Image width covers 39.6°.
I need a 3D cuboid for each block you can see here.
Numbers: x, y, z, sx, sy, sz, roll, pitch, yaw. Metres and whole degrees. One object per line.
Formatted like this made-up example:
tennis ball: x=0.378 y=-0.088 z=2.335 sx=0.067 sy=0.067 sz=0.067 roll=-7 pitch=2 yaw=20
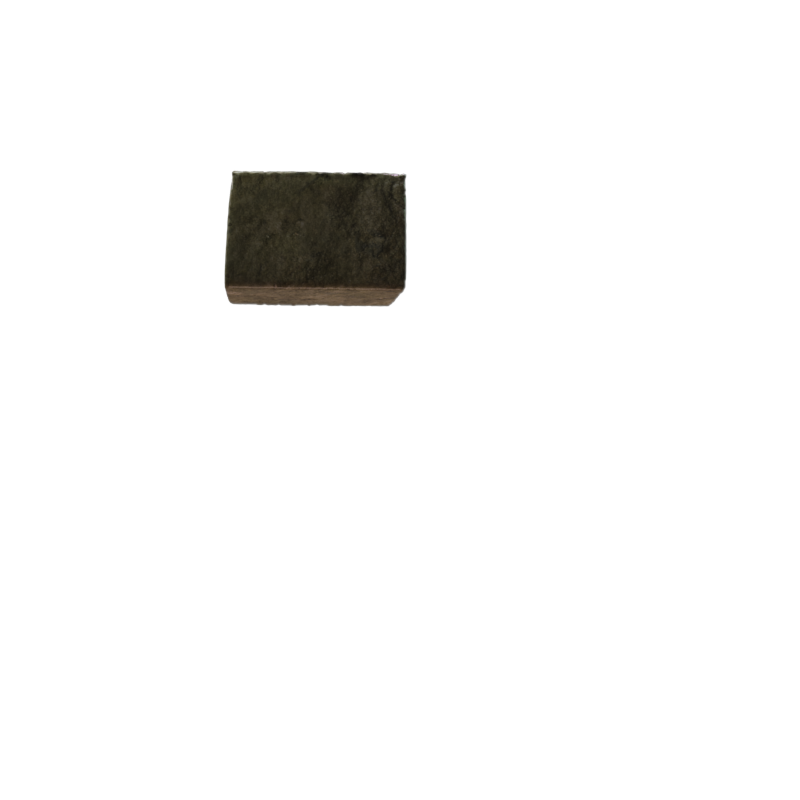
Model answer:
block: x=-0.039 y=-0.071 z=0.495 sx=0.077 sy=0.052 sz=0.052 roll=0 pitch=-7 yaw=-5
